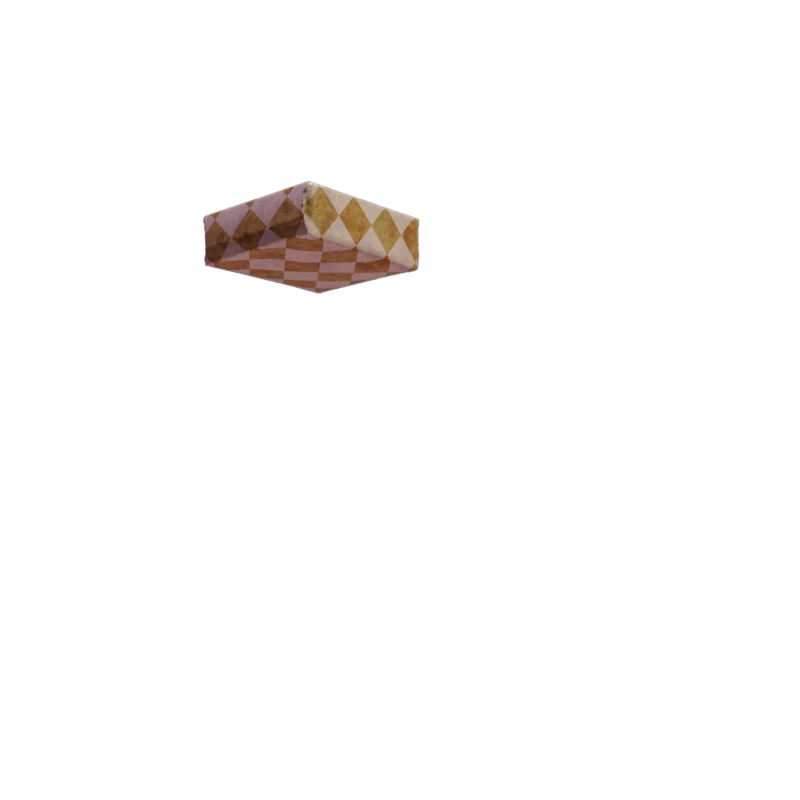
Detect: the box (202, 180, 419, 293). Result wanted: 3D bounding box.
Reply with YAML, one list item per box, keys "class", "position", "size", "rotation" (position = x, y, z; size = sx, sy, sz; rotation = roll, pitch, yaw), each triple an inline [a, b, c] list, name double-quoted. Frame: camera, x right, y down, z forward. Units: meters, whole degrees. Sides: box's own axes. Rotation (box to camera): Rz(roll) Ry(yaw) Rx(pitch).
- class: "box"
  position: [-0.055, -0.100, 0.704]
  size: [0.092, 0.040, 0.107]
  rotation: [-9, -14, 39]
